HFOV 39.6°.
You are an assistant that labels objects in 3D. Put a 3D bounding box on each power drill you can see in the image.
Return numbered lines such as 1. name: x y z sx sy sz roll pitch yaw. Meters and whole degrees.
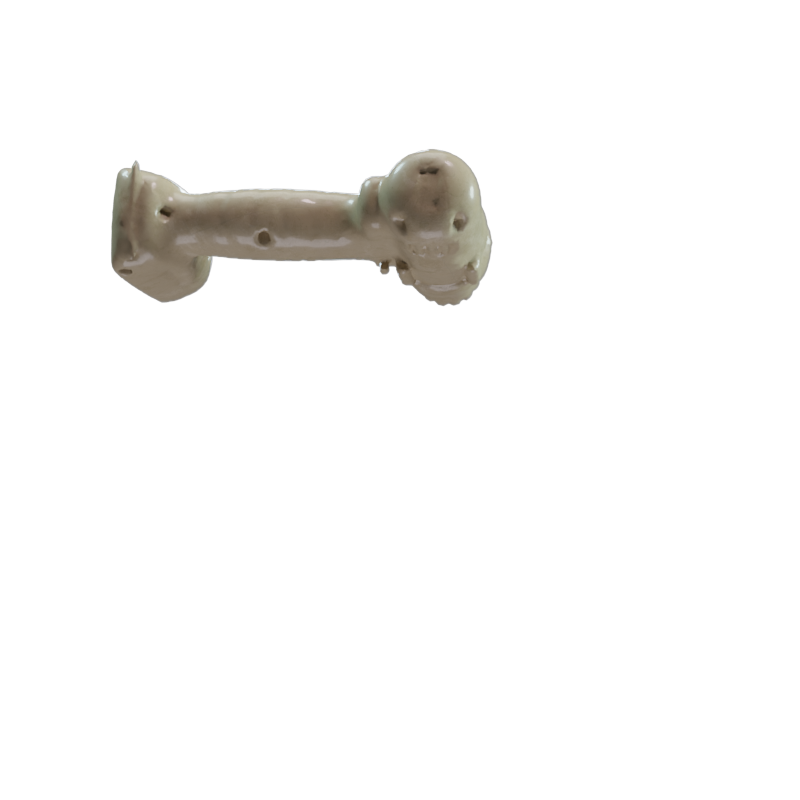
1. power drill: -0.046 -0.084 0.589 0.189 0.059 0.177 -1 -9 7
